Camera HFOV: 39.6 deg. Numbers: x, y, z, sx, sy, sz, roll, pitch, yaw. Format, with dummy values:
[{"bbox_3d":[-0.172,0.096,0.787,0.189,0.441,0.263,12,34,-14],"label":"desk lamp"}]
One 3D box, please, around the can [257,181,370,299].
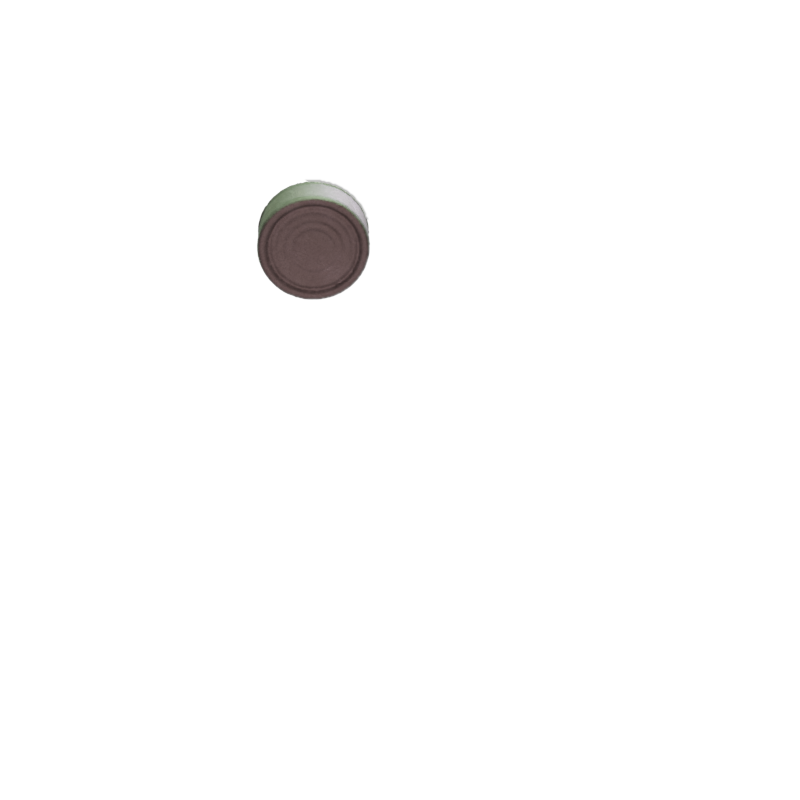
[{"bbox_3d":[-0.066,-0.120,0.839,0.086,0.081,0.035,1,25,-1],"label":"can"}]
